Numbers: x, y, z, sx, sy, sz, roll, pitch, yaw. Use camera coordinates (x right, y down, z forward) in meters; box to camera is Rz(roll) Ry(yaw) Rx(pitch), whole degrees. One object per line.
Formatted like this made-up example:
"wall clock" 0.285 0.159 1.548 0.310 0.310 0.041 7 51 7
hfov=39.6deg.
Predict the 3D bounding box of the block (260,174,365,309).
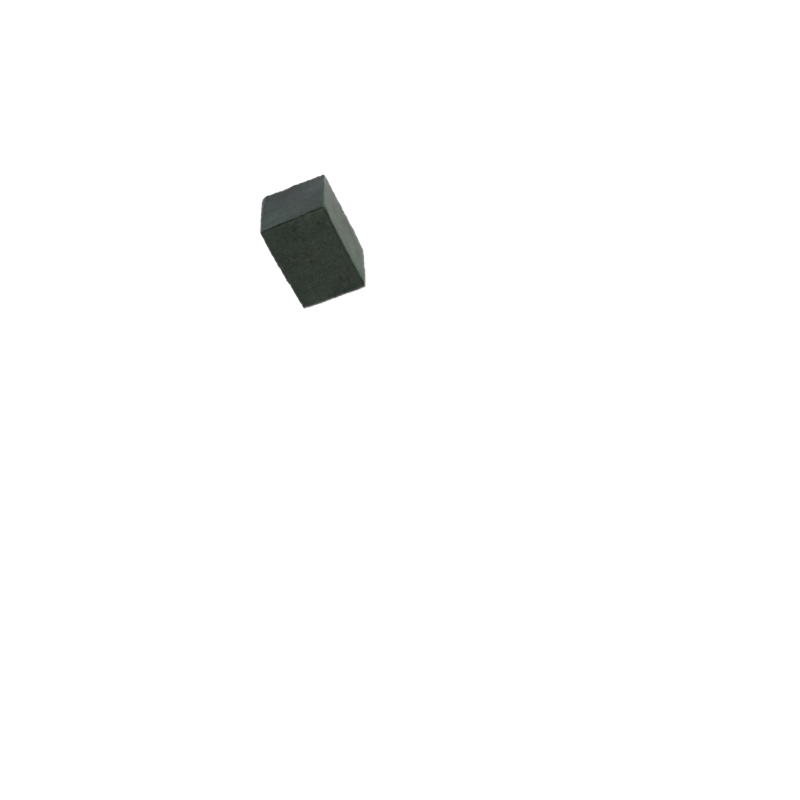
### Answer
"block" -0.065 -0.118 0.824 0.053 0.072 0.055 -20 35 12
